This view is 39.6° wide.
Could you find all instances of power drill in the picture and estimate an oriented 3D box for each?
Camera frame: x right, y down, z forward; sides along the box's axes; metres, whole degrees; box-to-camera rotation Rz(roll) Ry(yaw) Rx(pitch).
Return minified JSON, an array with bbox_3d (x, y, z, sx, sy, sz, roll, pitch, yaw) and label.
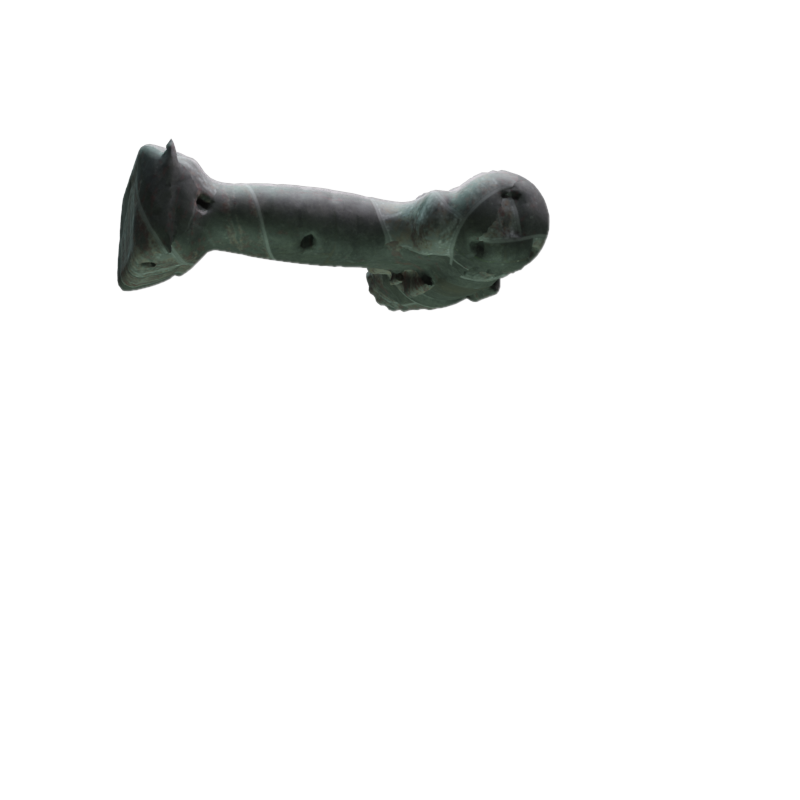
[{"bbox_3d":[-0.043,-0.078,0.549,0.184,0.059,0.184,2,-6,-15],"label":"power drill"}]
